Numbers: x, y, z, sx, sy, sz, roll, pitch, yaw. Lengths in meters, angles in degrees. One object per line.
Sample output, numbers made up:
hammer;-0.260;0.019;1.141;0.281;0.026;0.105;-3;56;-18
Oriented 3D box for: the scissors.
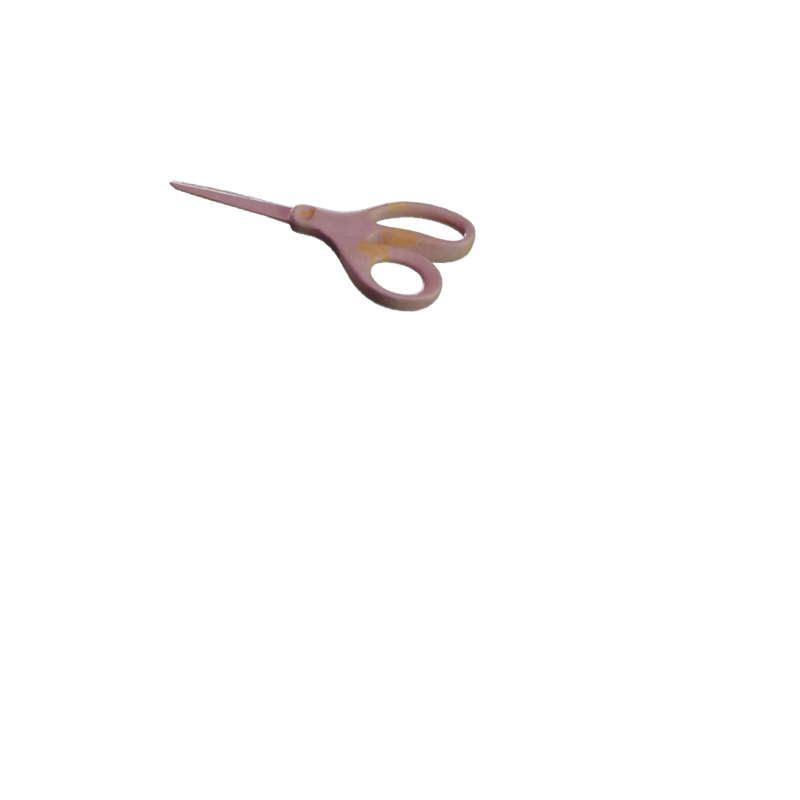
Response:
scissors;-0.055;-0.099;0.696;0.203;0.103;0.015;4;-42;4
